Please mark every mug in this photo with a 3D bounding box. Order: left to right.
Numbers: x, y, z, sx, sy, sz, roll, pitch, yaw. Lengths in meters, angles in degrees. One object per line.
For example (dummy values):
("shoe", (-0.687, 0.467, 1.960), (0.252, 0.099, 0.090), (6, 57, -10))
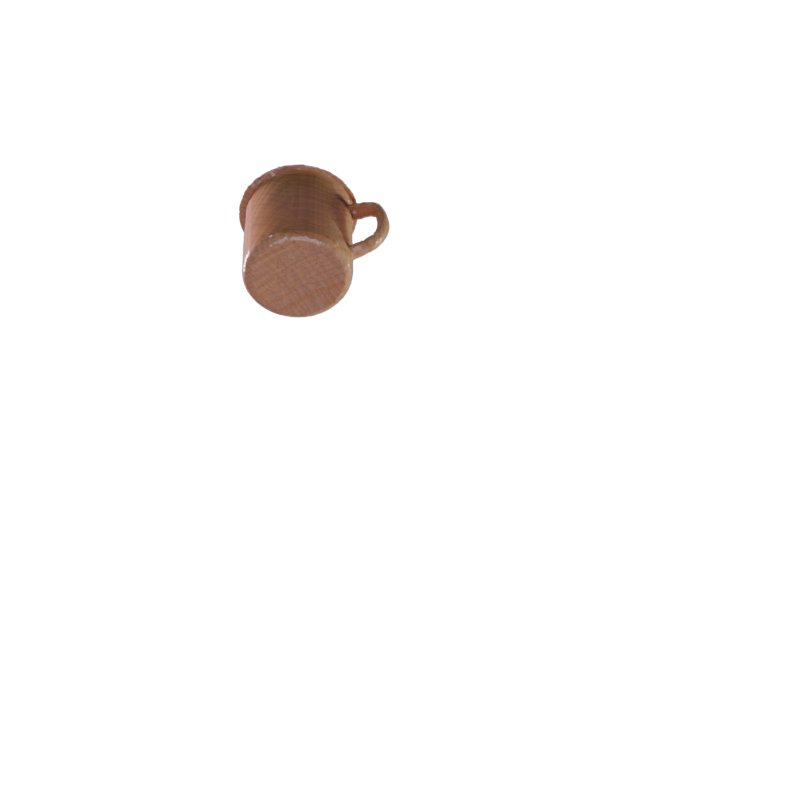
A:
("mug", (-0.065, -0.119, 0.832), (0.118, 0.086, 0.087), (-10, 41, 7))
